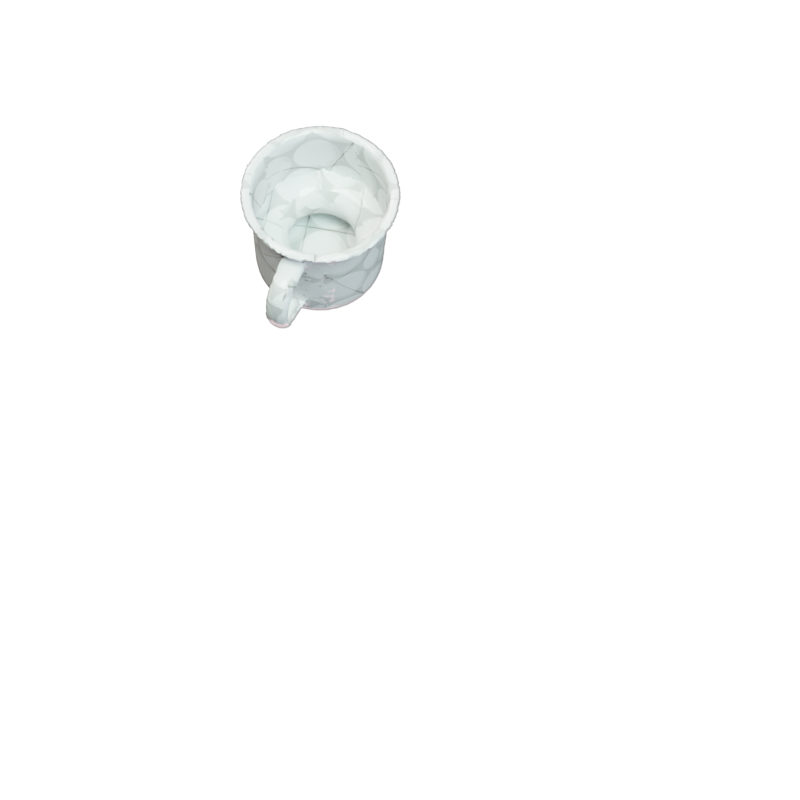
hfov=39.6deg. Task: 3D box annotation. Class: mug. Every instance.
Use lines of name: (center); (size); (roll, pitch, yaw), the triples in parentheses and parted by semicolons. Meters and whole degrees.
mug: (-0.053, -0.096, 0.671); (0.095, 0.122, 0.077); (17, -25, 6)
